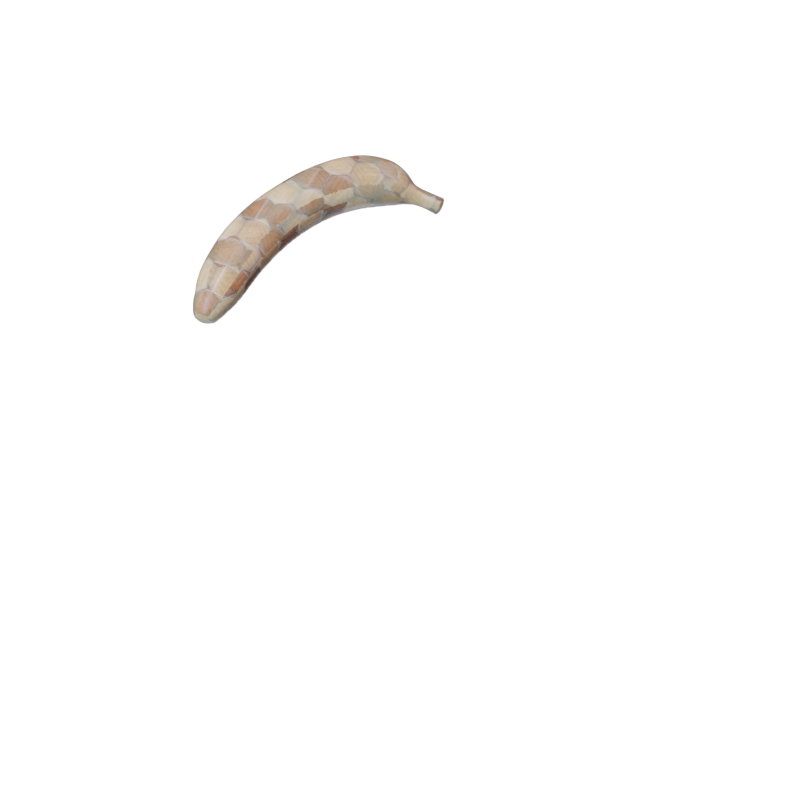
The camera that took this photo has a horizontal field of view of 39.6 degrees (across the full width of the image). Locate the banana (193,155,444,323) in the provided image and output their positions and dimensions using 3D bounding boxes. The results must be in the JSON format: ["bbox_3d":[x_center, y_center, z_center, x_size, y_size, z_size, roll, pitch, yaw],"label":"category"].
[{"bbox_3d":[-0.066,-0.121,0.752,0.197,0.075,0.034,-30,-31,-21],"label":"banana"}]
